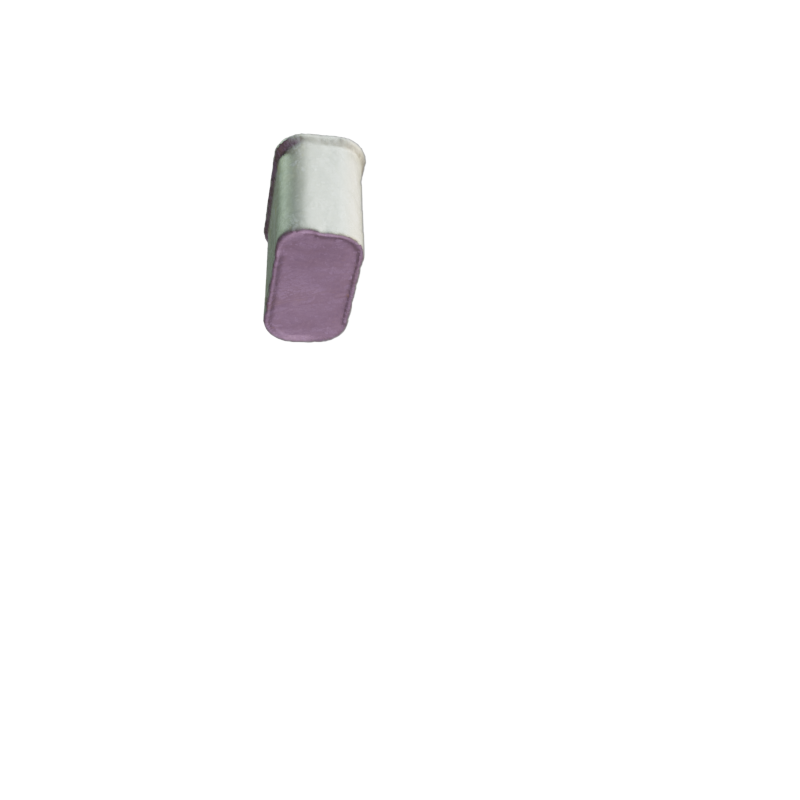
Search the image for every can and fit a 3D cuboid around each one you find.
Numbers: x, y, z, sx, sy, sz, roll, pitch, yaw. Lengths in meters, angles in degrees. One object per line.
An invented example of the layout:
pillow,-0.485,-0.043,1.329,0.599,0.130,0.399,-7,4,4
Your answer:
can,-0.053,-0.097,0.679,0.057,0.090,0.096,5,-42,-9
